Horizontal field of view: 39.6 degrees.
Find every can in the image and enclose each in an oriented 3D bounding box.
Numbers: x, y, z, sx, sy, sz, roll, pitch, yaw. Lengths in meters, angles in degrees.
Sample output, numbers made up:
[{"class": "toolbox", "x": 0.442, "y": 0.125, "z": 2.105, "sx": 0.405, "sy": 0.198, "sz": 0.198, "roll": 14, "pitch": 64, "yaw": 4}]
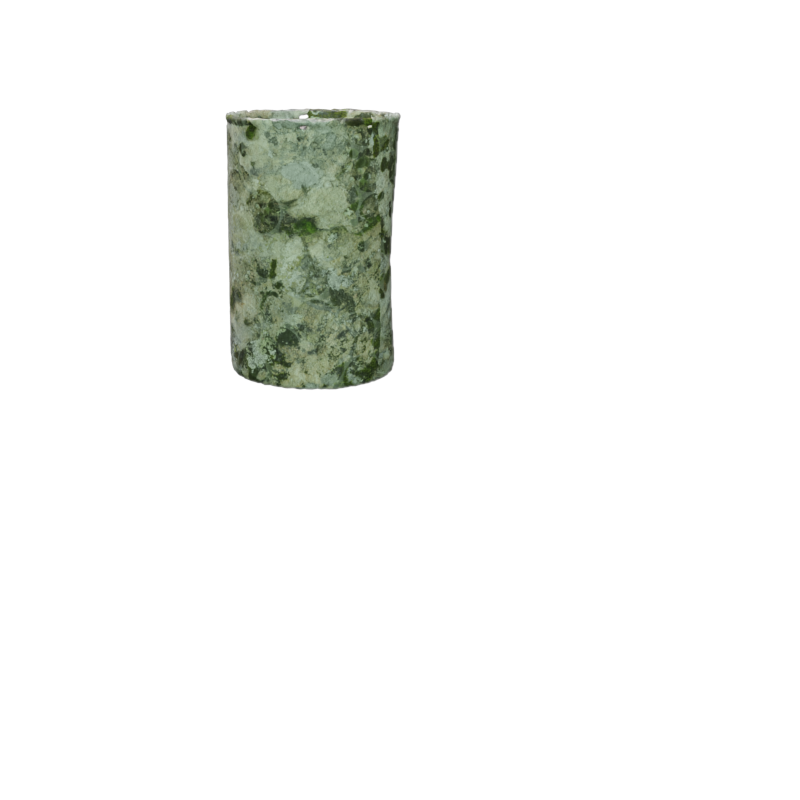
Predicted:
[{"class": "can", "x": -0.034, "y": -0.063, "z": 0.439, "sx": 0.068, "sy": 0.099, "sz": 0.071, "roll": 0, "pitch": 13, "yaw": -2}]
